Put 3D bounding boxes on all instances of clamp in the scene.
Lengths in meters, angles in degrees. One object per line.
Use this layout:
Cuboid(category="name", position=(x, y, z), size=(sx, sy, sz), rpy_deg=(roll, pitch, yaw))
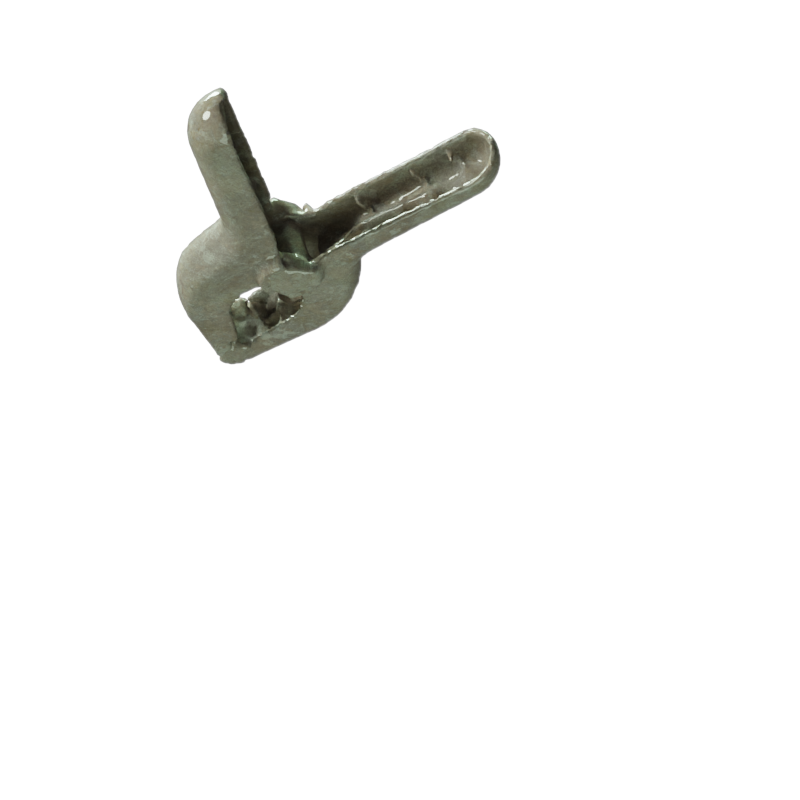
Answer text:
Cuboid(category="clamp", position=(-0.036, -0.066, 0.459), size=(0.118, 0.042, 0.165), rpy_deg=(6, -26, -13))
